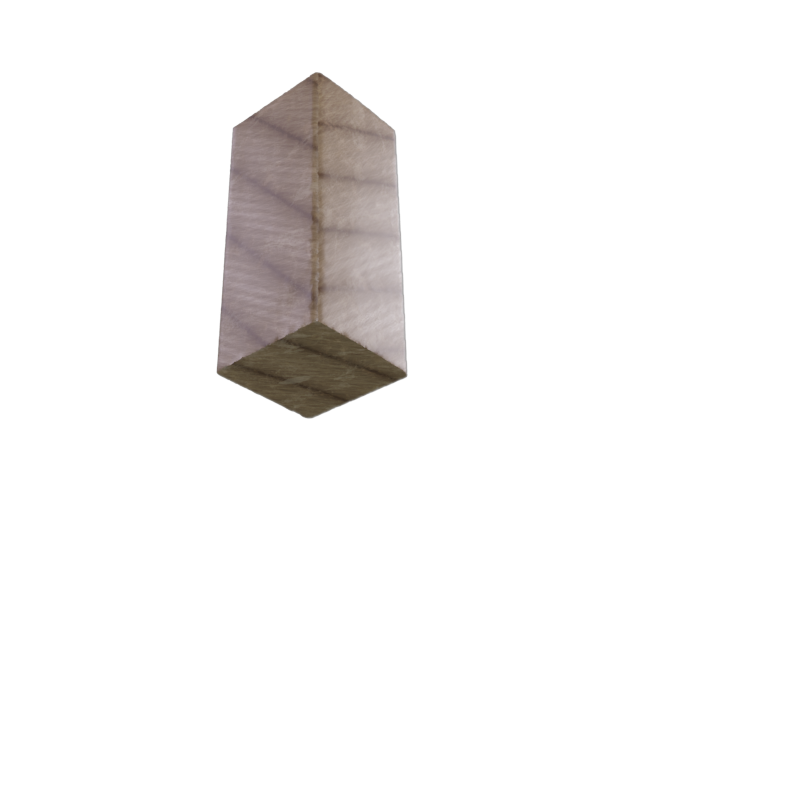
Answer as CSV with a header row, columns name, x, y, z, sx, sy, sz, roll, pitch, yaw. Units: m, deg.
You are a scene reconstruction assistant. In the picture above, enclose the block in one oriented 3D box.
name,x,y,z,sx,sy,sz,roll,pitch,yaw
block,-0.059,-0.108,0.757,0.091,0.220,0.084,-27,-41,32
